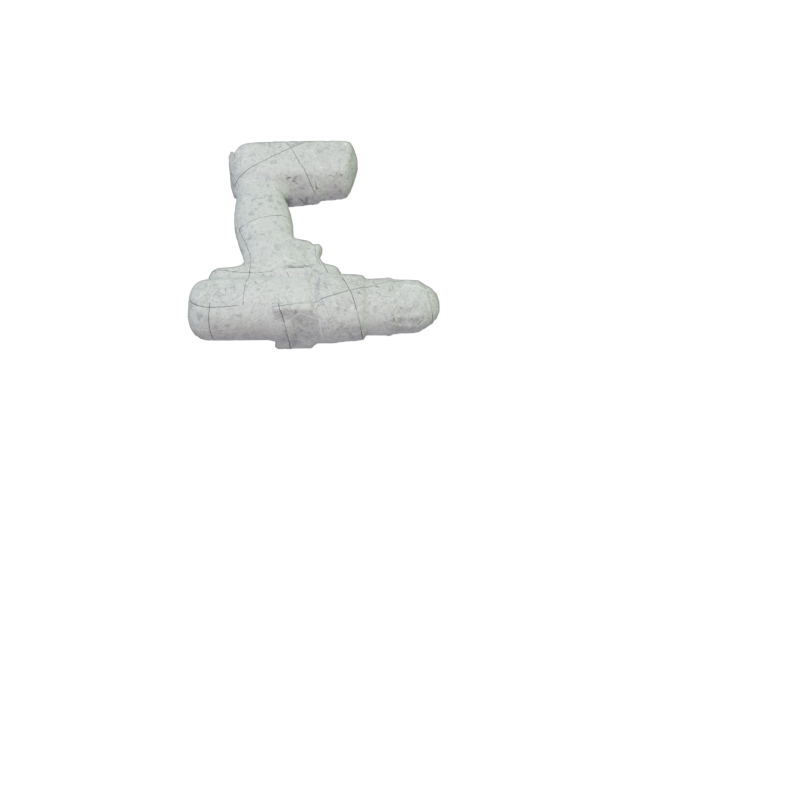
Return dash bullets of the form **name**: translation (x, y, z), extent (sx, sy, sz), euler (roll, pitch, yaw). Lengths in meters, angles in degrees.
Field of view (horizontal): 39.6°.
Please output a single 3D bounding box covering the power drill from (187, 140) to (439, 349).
- **power drill**: translation (-0.067, -0.123, 0.861), extent (0.184, 0.202, 0.053), euler (-1, -42, -1)
